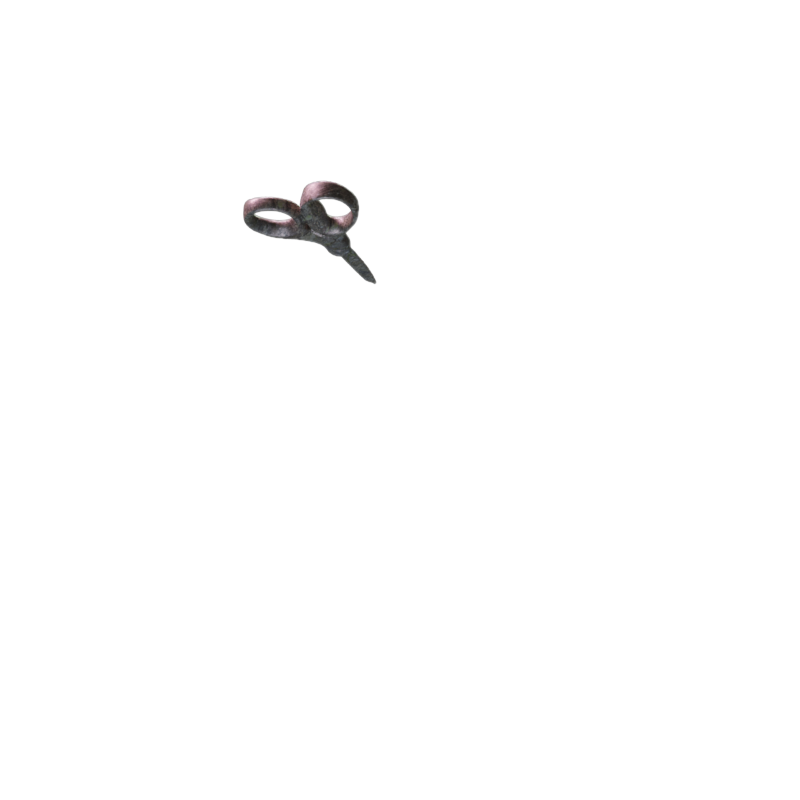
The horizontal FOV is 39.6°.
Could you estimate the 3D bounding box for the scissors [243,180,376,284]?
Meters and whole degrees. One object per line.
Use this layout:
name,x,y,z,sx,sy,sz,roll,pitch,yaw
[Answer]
scissors,-0.069,-0.126,0.885,0.096,0.016,0.193,0,-15,1
